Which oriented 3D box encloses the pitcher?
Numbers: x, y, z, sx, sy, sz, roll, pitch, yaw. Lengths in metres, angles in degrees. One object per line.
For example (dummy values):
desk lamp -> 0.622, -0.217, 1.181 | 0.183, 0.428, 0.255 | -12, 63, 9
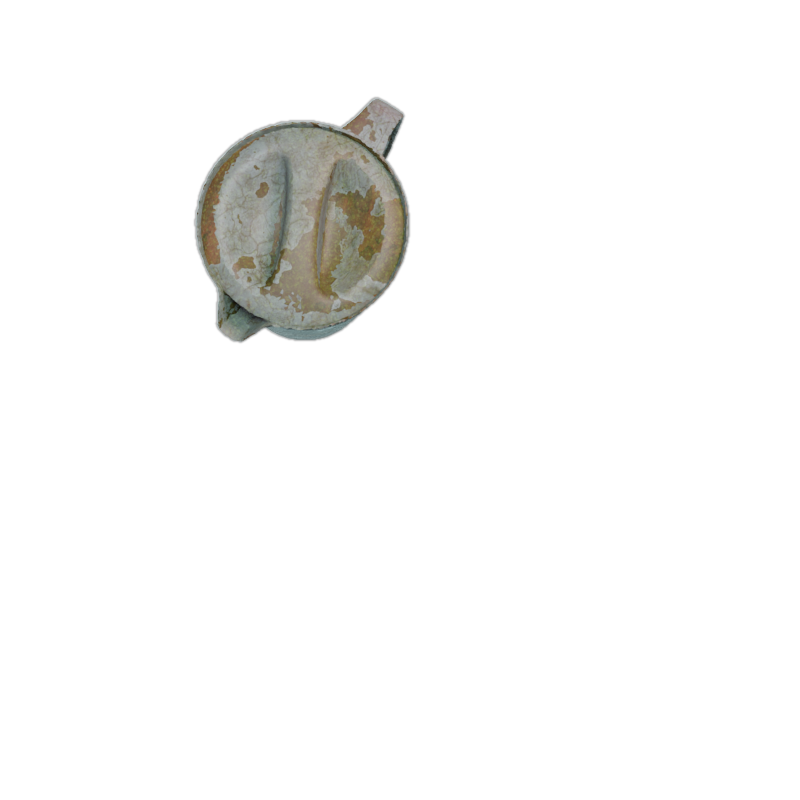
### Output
pitcher -> -0.063, -0.115, 0.802 | 0.149, 0.148, 0.240 | -12, -3, -4
